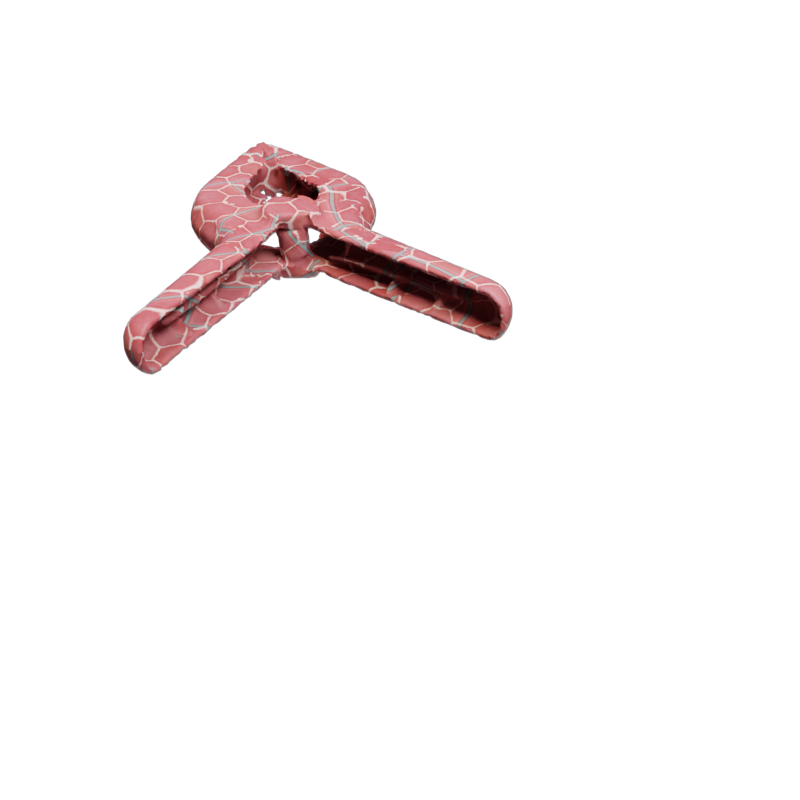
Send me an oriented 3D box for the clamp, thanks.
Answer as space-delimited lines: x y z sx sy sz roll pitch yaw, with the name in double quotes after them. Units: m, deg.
-0.042 -0.077 0.543 0.164 0.034 0.224 -2 31 -4 "clamp"
